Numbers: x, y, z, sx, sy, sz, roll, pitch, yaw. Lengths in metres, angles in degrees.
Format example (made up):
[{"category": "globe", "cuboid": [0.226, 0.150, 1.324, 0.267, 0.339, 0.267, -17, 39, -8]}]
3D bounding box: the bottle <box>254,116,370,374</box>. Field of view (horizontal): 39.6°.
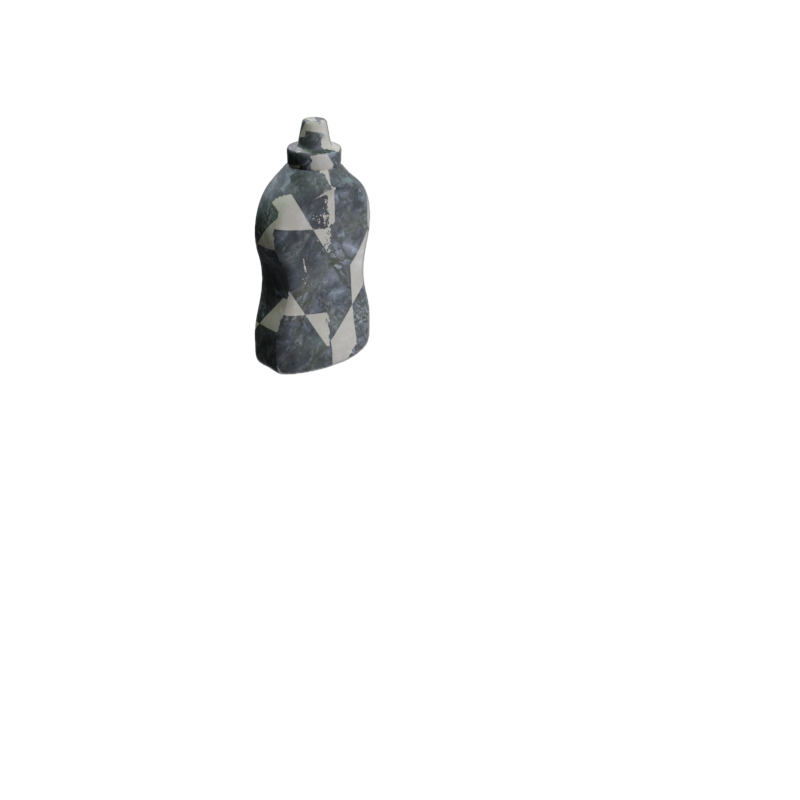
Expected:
[{"category": "bottle", "cuboid": [-0.066, -0.121, 0.846, 0.094, 0.183, 0.062, -16, 27, -36]}]
